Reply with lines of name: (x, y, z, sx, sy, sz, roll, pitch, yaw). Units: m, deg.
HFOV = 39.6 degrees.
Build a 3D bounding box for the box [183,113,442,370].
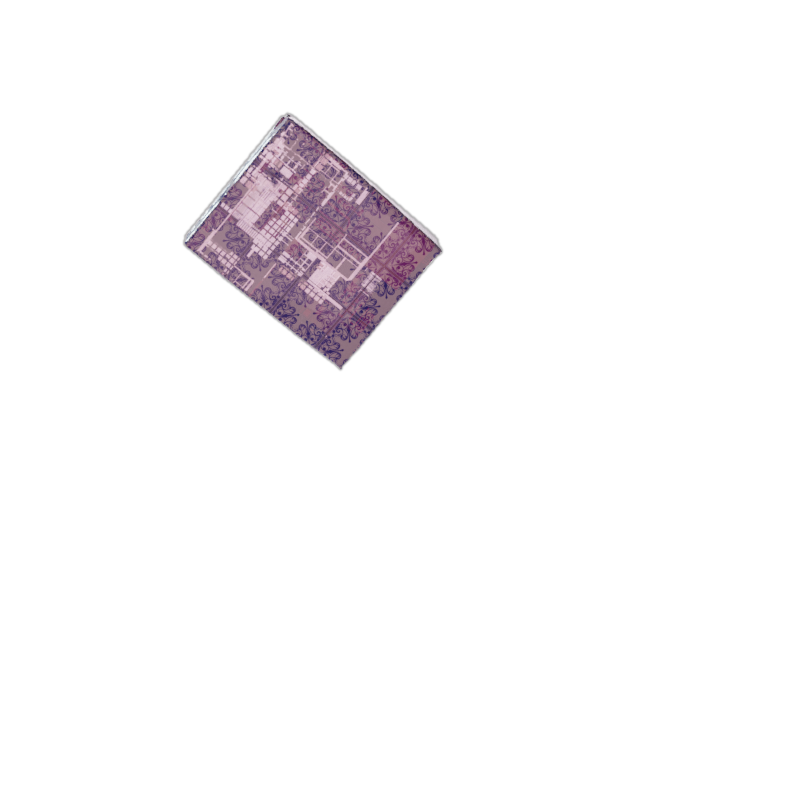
box: (-0.047, -0.086, 0.603, 0.112, 0.089, 0.040, 40, 7, -6)
